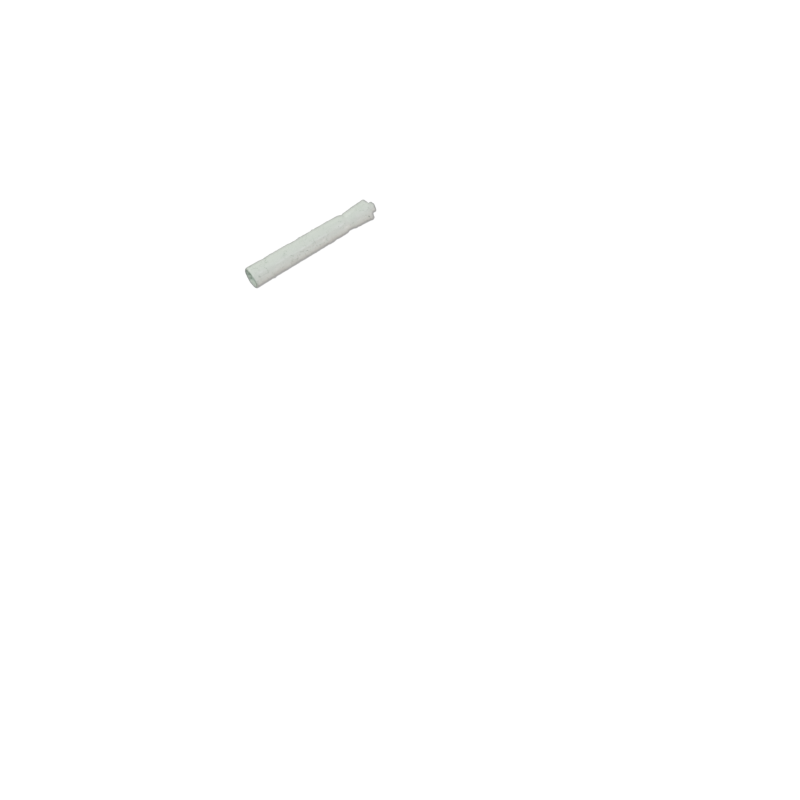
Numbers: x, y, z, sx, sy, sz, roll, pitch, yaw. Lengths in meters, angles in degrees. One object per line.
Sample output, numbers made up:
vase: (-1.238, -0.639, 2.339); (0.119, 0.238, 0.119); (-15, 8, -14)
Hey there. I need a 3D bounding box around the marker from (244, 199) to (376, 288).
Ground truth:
marker: (-0.070, -0.128, 0.899); (0.121, 0.019, 0.020); (-33, 15, -17)
